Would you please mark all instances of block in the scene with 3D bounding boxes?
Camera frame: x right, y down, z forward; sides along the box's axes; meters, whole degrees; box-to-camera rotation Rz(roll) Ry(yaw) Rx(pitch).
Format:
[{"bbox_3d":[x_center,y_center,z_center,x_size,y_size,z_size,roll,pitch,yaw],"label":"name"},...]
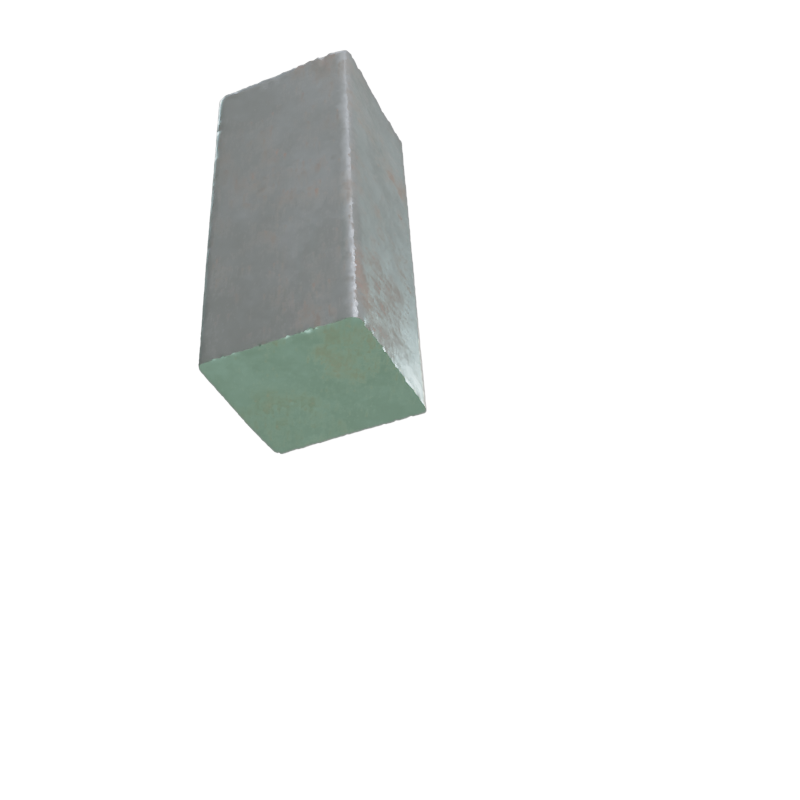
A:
[{"bbox_3d":[-0.049,-0.090,0.625,0.091,0.221,0.083,-18,-42,17],"label":"block"}]
